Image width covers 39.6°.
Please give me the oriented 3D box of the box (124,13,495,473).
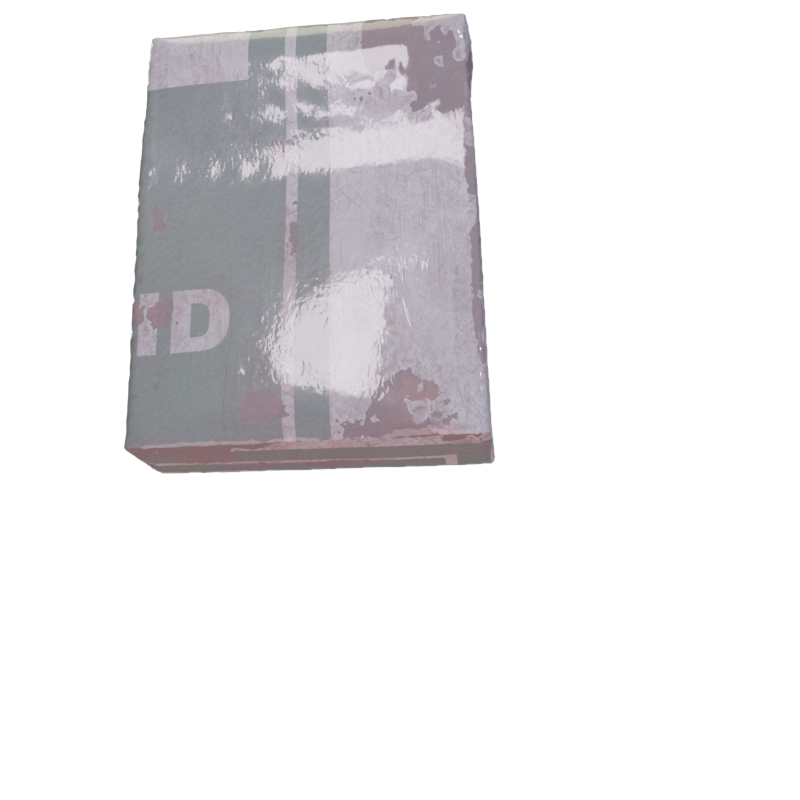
[{"bbox_3d":[-0.042,-0.077,0.540,0.165,0.224,0.068,-3,-20,7],"label":"box"}]
